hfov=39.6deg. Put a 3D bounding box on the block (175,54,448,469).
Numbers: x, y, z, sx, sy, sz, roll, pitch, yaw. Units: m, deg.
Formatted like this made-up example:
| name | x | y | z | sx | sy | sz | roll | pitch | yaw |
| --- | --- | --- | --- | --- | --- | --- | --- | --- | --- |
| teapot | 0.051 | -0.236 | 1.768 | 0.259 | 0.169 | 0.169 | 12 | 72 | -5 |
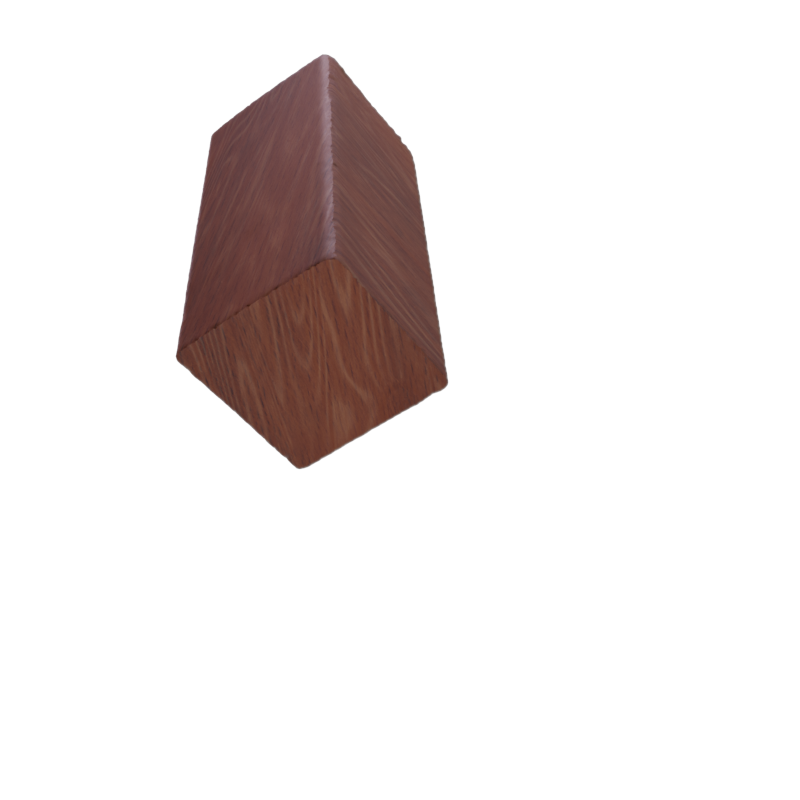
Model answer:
| name | x | y | z | sx | sy | sz | roll | pitch | yaw |
| --- | --- | --- | --- | --- | --- | --- | --- | --- | --- |
| block | -0.045 | -0.082 | 0.573 | 0.090 | 0.221 | 0.085 | -32 | -56 | 19 |
